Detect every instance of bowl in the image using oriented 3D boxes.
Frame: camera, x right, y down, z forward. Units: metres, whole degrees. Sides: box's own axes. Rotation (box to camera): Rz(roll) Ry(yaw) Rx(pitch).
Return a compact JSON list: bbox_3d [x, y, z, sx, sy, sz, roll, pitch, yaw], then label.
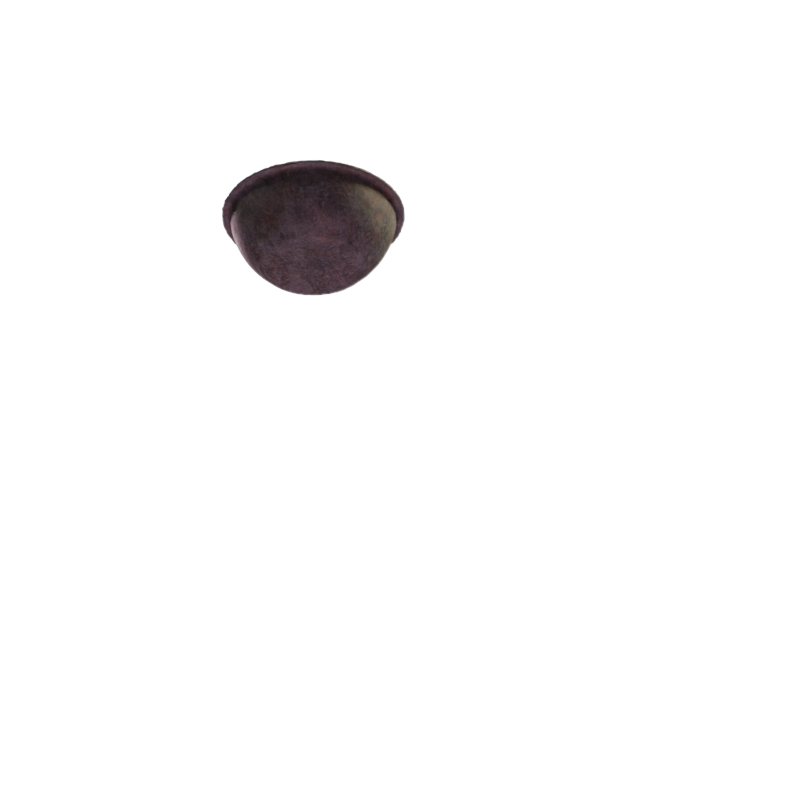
[{"bbox_3d":[-0.076,-0.138,0.967,0.162,0.059,0.152,1,-29,-2],"label":"bowl"}]
